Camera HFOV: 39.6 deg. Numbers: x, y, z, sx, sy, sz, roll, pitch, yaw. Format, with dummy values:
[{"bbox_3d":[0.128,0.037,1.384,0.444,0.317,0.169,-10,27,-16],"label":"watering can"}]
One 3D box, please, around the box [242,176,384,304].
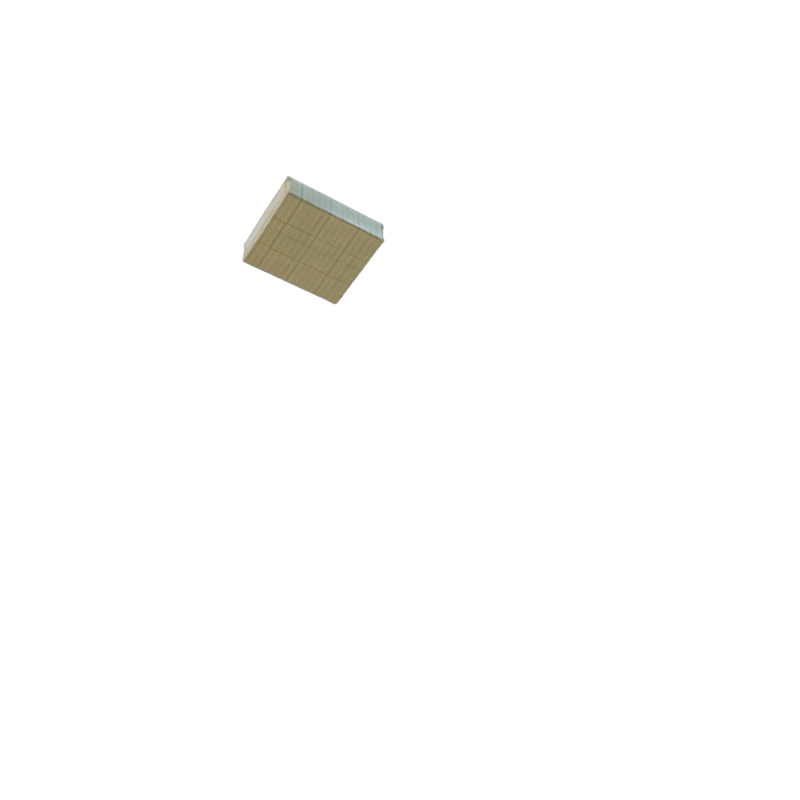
[{"bbox_3d":[-0.068,-0.124,0.870,0.086,0.071,0.032,25,33,-18],"label":"box"}]
